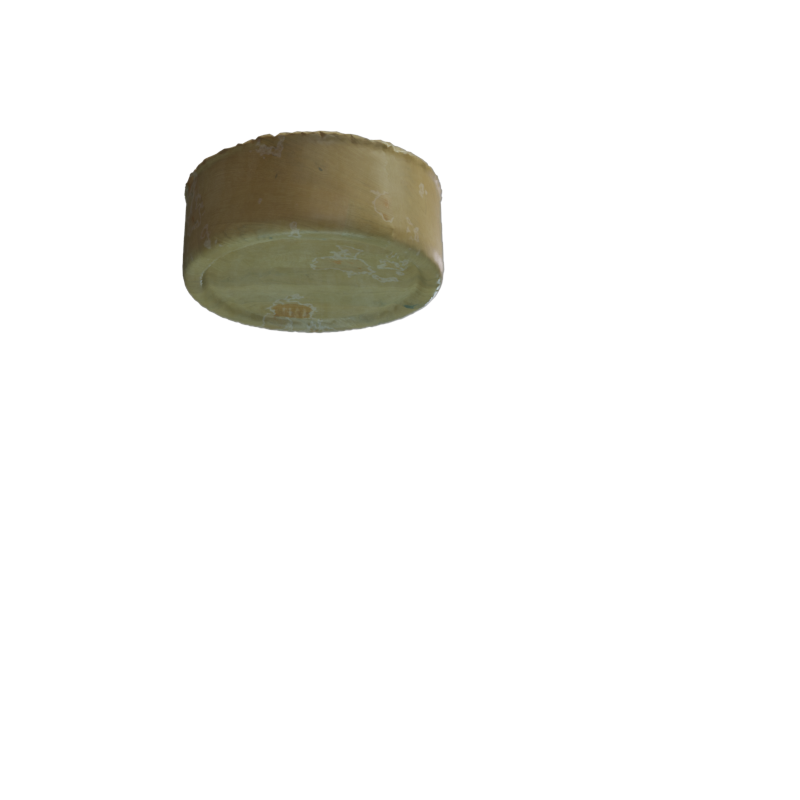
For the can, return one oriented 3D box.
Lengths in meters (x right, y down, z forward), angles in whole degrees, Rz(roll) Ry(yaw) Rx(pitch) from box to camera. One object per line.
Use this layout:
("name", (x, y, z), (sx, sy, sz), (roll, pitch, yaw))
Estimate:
("can", (-0.028, -0.052, 0.363), (0.086, 0.035, 0.082), (0, -19, -2))
